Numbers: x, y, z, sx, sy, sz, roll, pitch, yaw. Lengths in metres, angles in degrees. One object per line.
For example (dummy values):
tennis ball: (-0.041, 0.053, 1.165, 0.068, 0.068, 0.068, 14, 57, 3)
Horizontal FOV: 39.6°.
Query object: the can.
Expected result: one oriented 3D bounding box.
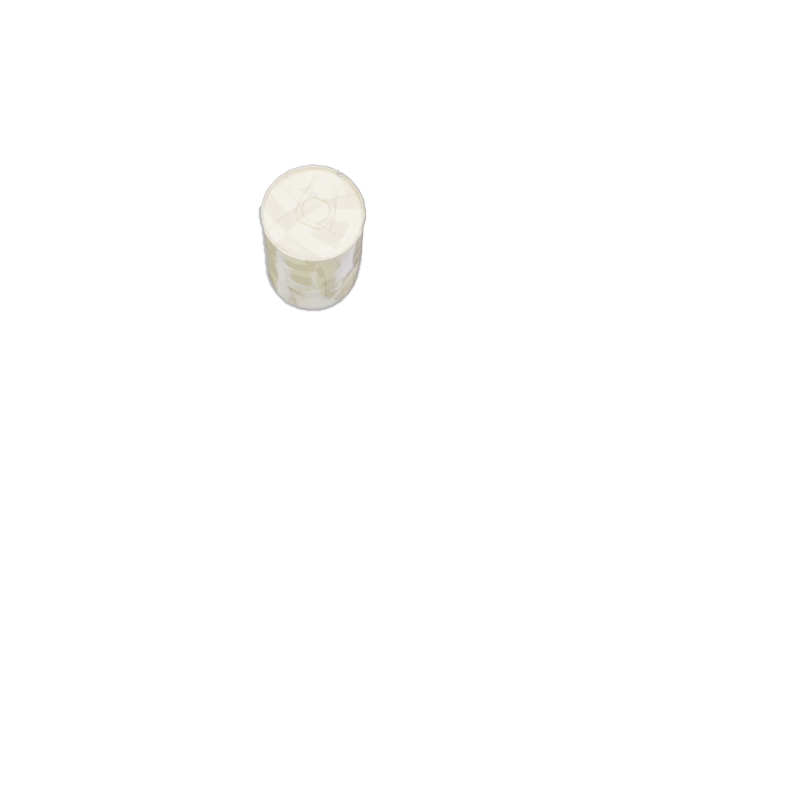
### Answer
can: (-0.059, -0.108, 0.757, 0.068, 0.072, 0.098, 0, -17, -3)
